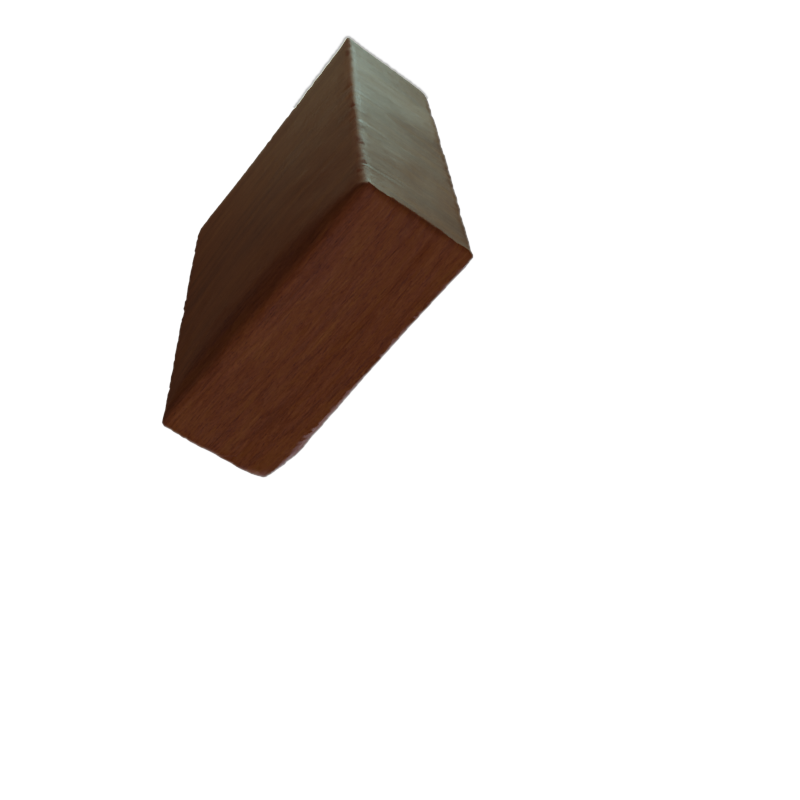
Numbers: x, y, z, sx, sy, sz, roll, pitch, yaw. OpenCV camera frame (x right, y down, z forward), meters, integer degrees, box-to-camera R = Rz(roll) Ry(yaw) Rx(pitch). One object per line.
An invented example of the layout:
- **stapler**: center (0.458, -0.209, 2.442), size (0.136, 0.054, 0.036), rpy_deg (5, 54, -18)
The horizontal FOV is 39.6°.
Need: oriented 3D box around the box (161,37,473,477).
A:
- **box**: center (-0.048, -0.087, 0.607), size (0.069, 0.161, 0.228), rpy_deg (33, 25, -22)
